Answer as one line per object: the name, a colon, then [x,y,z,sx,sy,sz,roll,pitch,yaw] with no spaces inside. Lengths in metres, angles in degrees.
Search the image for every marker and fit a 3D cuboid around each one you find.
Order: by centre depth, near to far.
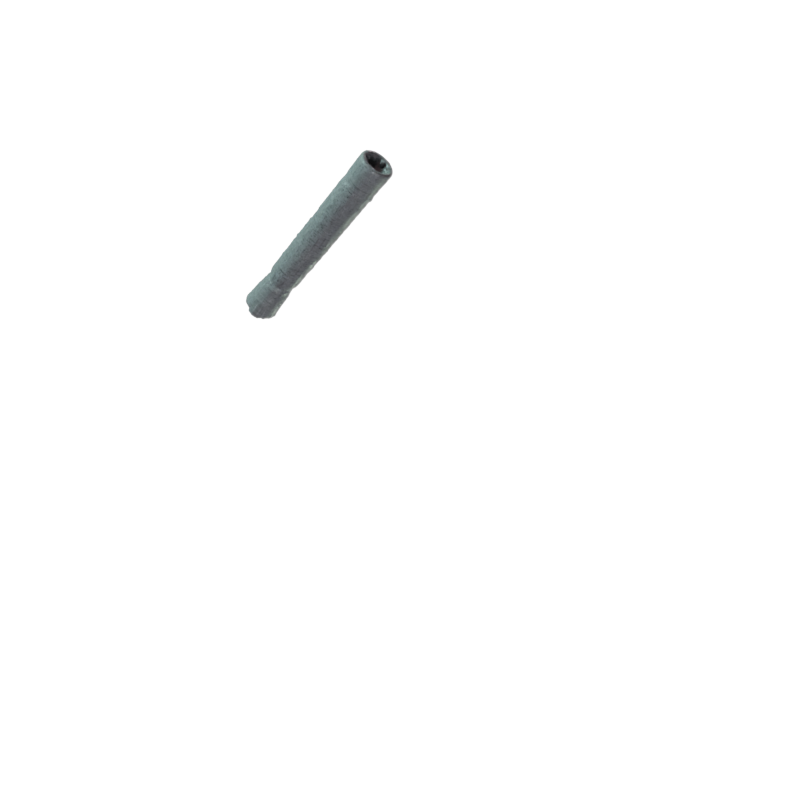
marker: [-0.045,-0.083,0.579,0.019,0.021,0.118,-3,-34,-47]
